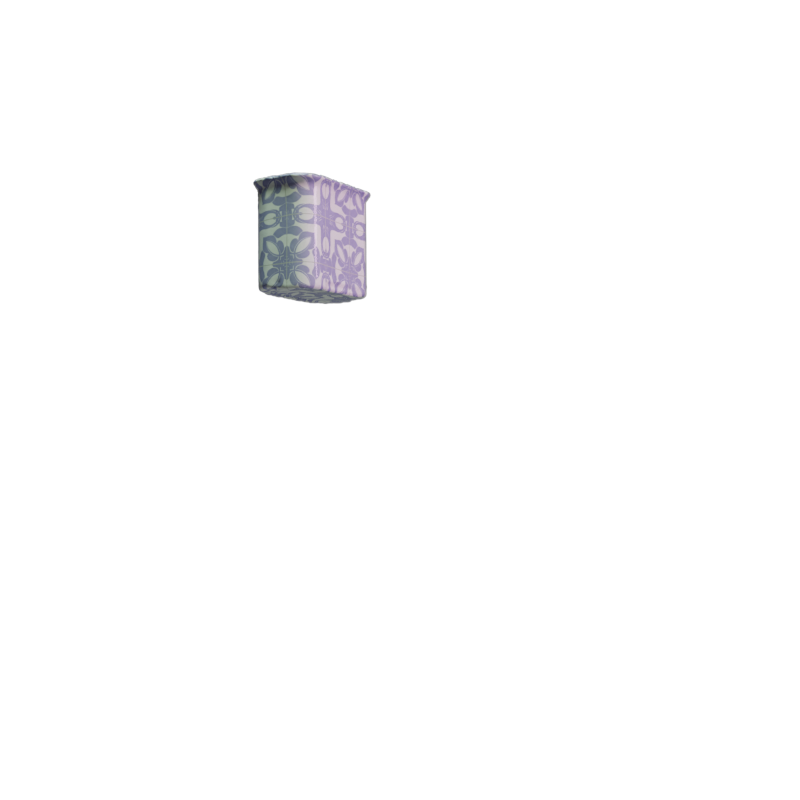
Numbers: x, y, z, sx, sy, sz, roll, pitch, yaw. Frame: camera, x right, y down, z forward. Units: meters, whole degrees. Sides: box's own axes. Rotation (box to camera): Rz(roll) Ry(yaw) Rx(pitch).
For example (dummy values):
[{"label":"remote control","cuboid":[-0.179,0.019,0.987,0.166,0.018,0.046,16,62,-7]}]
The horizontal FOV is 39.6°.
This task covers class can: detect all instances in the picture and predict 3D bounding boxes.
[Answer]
[{"label":"can","cuboid":[-0.065,-0.119,0.833,0.059,0.085,0.097,-5,-7,30]}]
